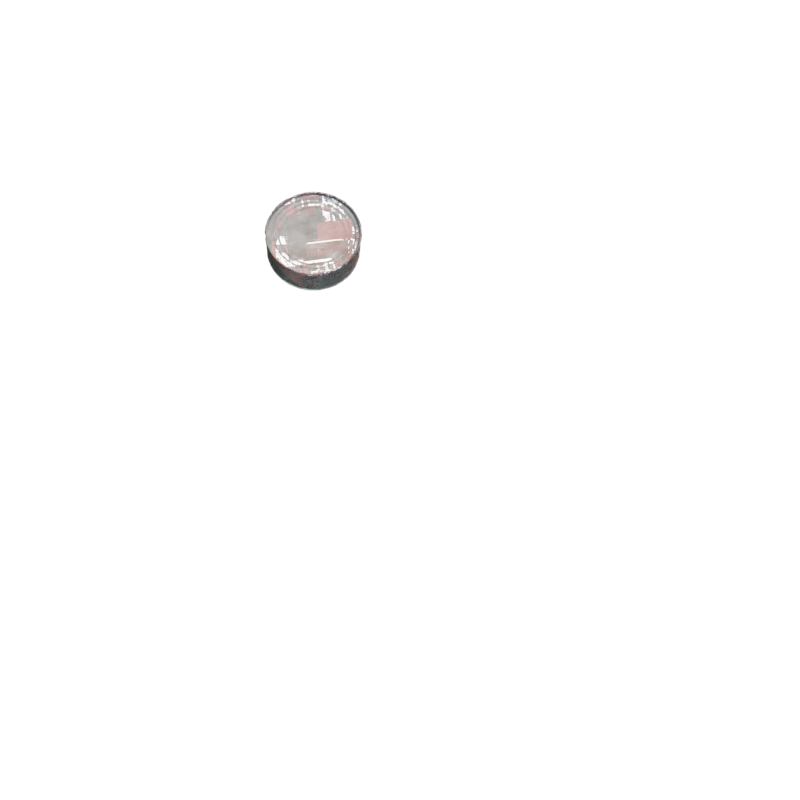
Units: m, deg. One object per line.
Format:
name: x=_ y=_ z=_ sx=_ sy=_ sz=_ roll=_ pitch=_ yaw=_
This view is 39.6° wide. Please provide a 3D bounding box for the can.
can: x=-0.078 y=-0.142 z=0.992 sx=0.086 sy=0.091 sz=0.032 roll=-1 pitch=-28 yaw=-1
